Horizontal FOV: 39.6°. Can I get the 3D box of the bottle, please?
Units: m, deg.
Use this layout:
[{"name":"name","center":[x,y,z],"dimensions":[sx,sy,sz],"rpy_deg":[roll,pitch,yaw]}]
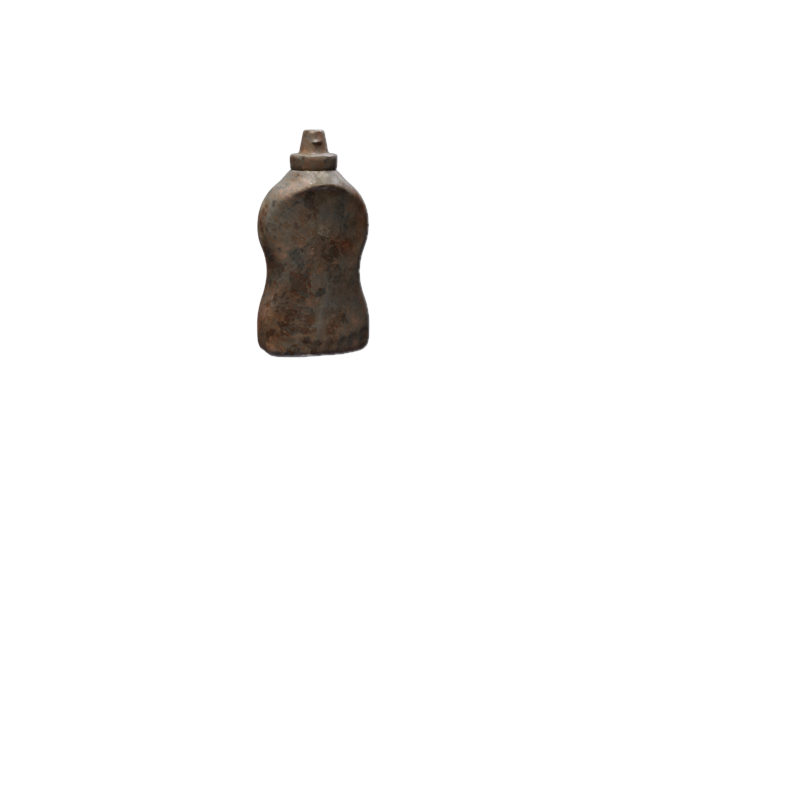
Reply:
[{"name":"bottle","center":[-0.074,-0.136,0.953],"dimensions":[0.094,0.188,0.061],"rpy_deg":[-2,9,-18]}]
